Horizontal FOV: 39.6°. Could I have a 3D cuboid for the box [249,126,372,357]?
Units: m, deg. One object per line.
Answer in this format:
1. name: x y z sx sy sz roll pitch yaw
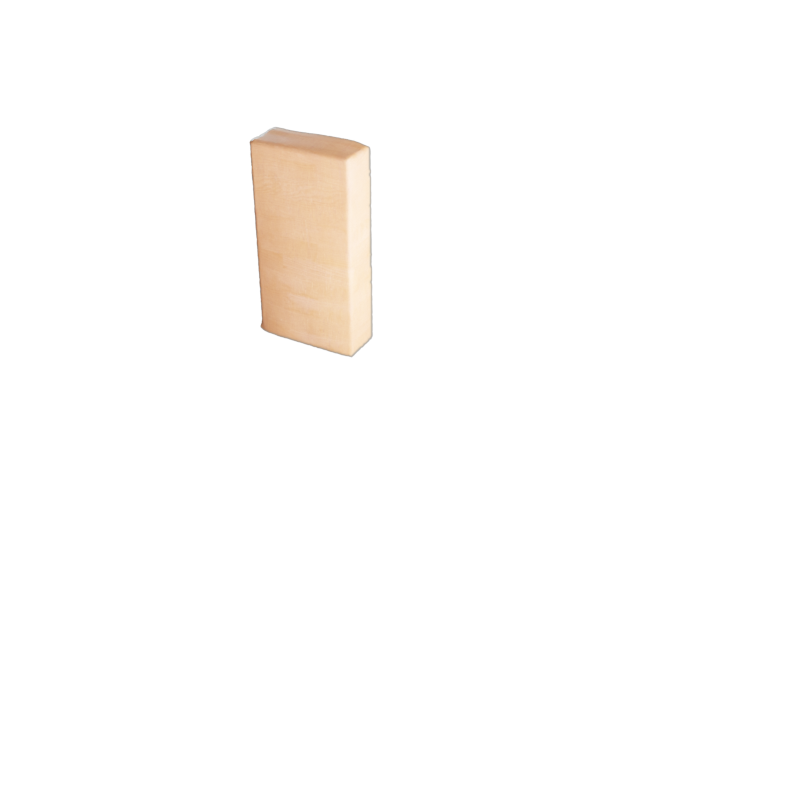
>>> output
1. box: -0.071 -0.130 0.907 0.098 0.167 0.048 16 29 26
